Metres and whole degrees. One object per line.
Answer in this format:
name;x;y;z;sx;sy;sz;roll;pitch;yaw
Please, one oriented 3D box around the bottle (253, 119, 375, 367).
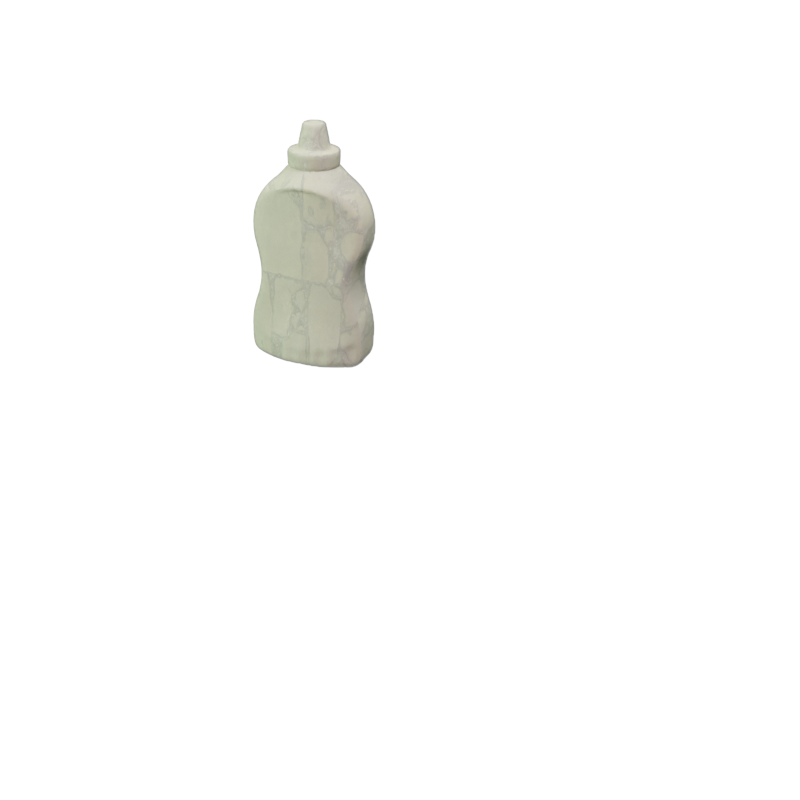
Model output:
bottle;-0.068;-0.124;0.869;0.100;0.183;0.059;11;23;22
